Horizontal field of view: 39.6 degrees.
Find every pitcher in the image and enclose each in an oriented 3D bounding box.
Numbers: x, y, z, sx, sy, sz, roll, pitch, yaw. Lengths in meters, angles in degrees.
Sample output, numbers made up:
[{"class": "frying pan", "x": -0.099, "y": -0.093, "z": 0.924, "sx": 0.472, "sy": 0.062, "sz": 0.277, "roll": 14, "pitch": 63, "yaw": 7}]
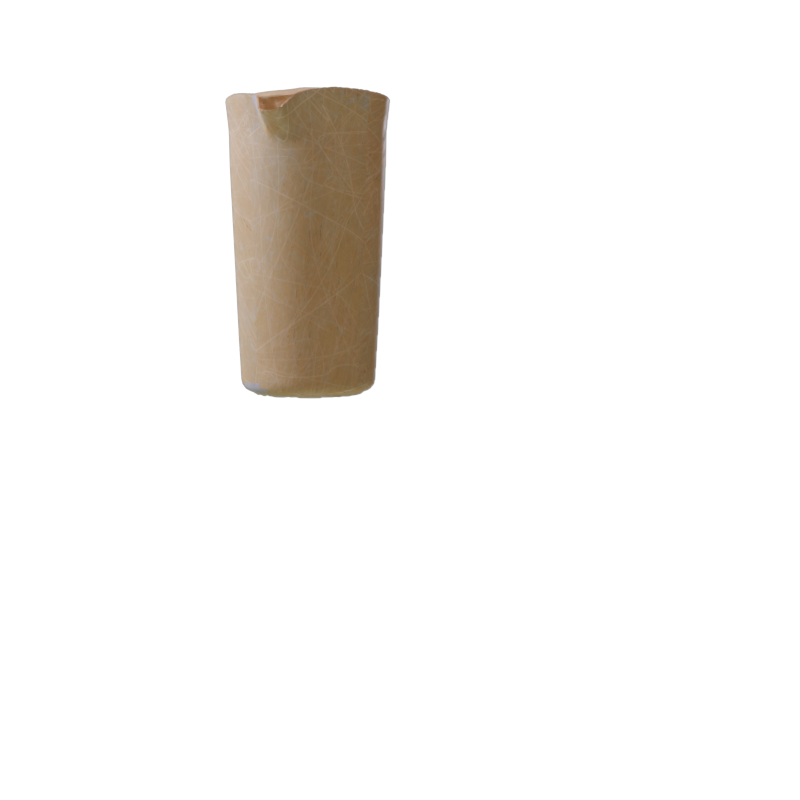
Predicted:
[{"class": "pitcher", "x": -0.071, "y": -0.129, "z": 0.905, "sx": 0.144, "sy": 0.244, "sz": 0.150, "roll": 0, "pitch": 0, "yaw": -29}]
